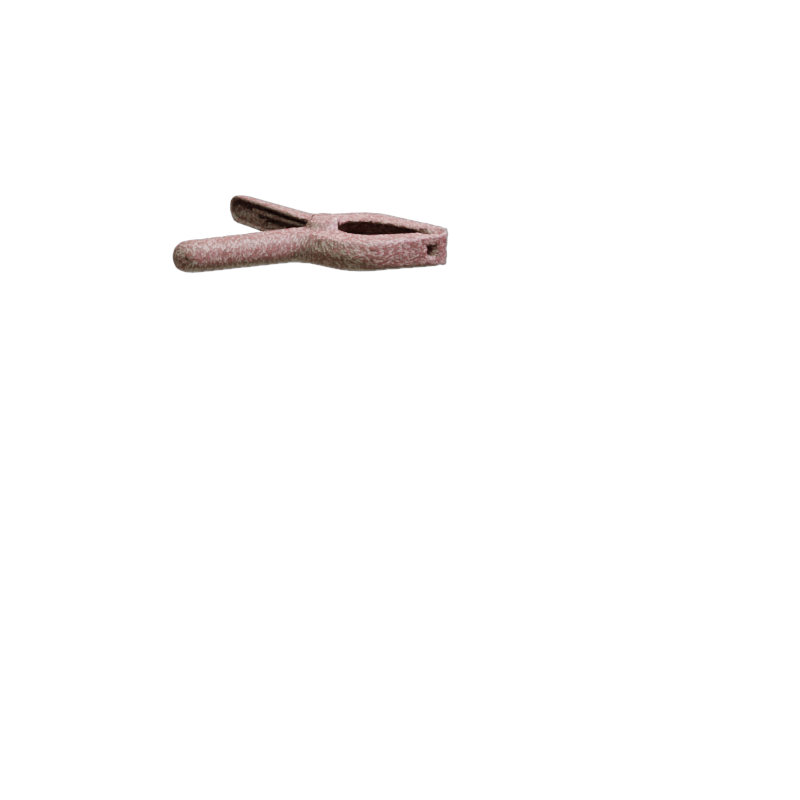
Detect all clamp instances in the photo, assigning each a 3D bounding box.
[{"bbox_3d":[-0.070,-0.127,0.891,0.216,0.035,0.168,8,26,16],"label":"clamp"}]
